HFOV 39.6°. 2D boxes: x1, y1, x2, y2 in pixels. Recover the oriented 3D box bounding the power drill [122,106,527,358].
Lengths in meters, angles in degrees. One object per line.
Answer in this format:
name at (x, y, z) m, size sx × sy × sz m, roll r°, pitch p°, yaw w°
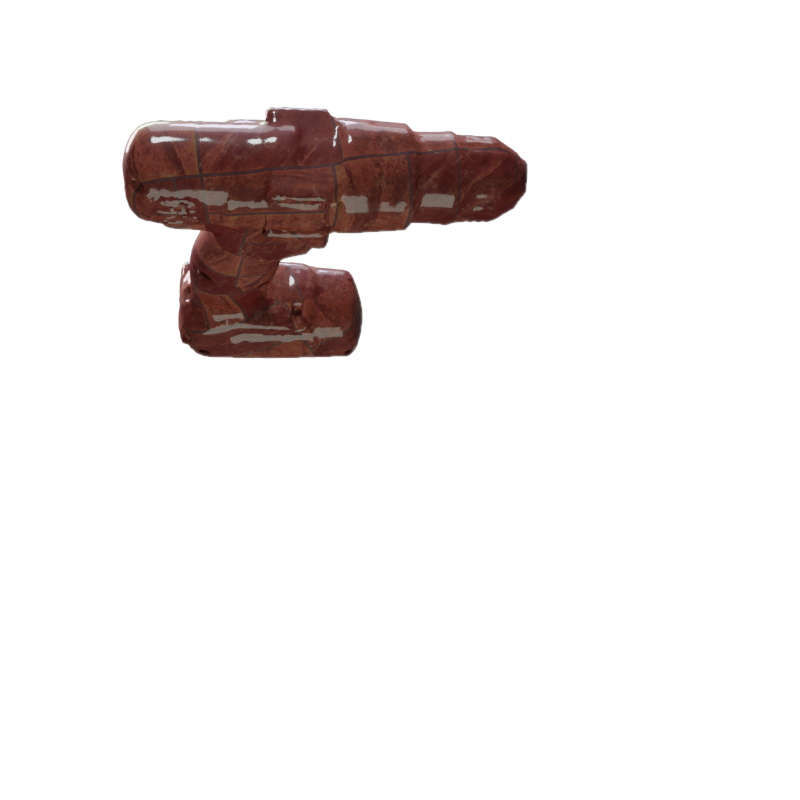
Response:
power drill at (-0.044, -0.081, 0.566) m, size 0.183 × 0.061 × 0.179 m, roll 3°, pitch -23°, yaw -7°
